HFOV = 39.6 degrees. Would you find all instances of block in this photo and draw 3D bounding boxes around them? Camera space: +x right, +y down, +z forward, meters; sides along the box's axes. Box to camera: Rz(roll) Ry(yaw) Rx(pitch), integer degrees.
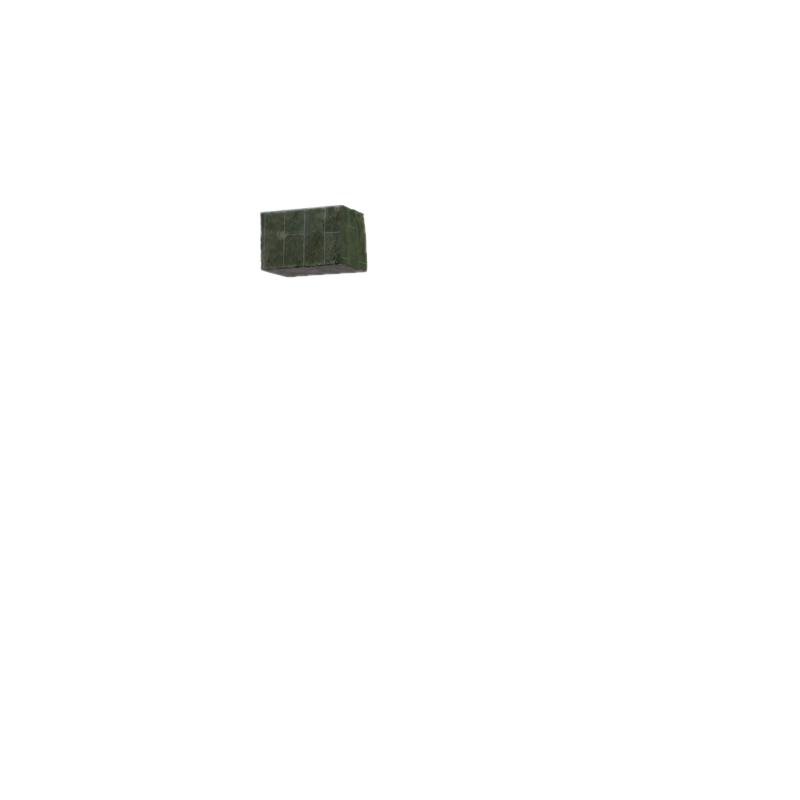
[{"bbox_3d":[-0.073,-0.133,0.935,0.080,0.052,0.050,-2,-5,23],"label":"block"}]
